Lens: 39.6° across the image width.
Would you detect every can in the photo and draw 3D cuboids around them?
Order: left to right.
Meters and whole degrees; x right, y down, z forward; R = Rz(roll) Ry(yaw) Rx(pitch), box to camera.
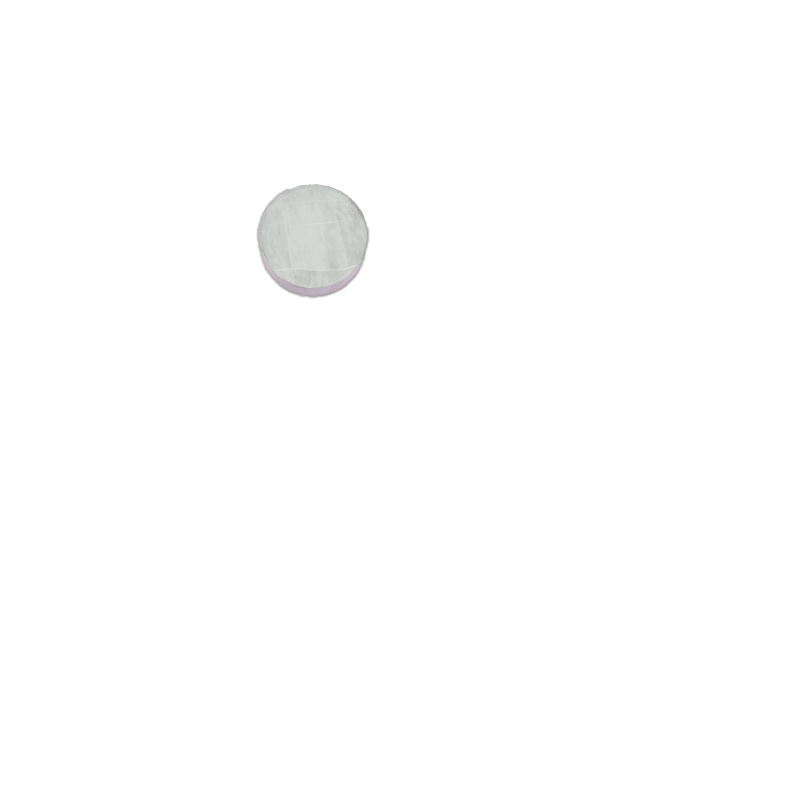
[{"bbox_3d":[-0.069,-0.126,0.880,0.086,0.089,0.032,-1,-17,-1],"label":"can"}]
